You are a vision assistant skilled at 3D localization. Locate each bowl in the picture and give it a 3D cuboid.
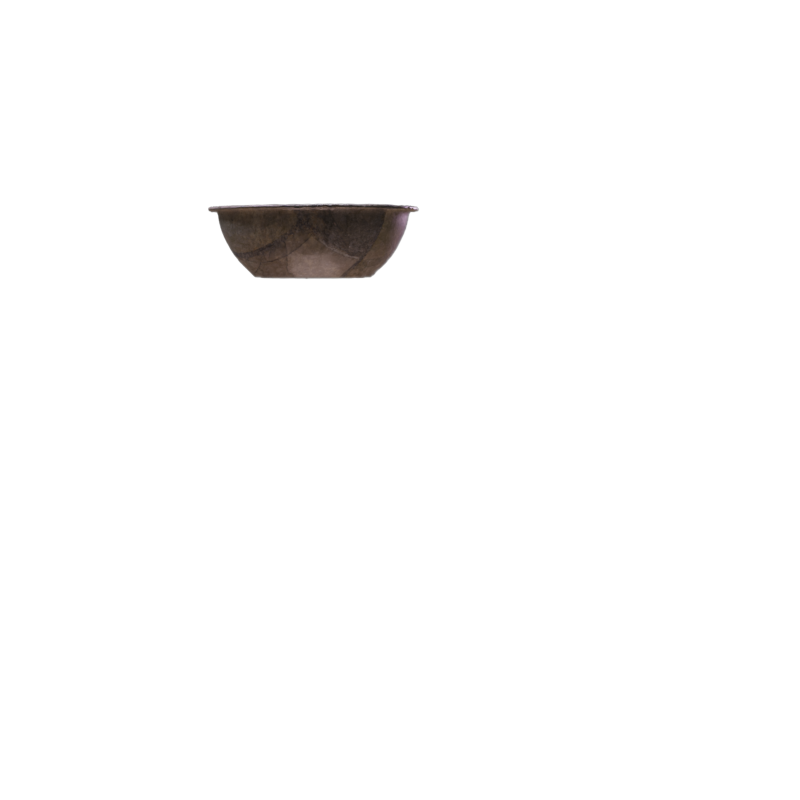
[{"bbox_3d":[-0.067,-0.122,0.852,0.162,0.055,0.164,0,7,-2],"label":"bowl"}]
